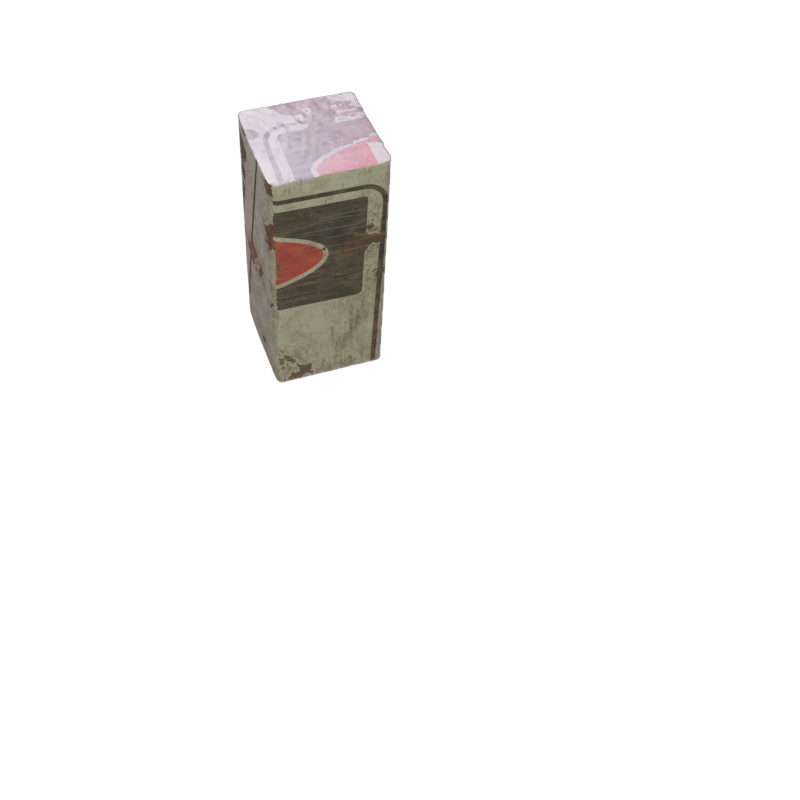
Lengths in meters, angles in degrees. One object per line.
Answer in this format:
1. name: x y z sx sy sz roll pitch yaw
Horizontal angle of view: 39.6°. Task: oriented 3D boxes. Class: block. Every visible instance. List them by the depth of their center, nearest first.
1. block: -0.066 -0.121 0.848 0.090 0.098 0.192 -12 -41 -15
